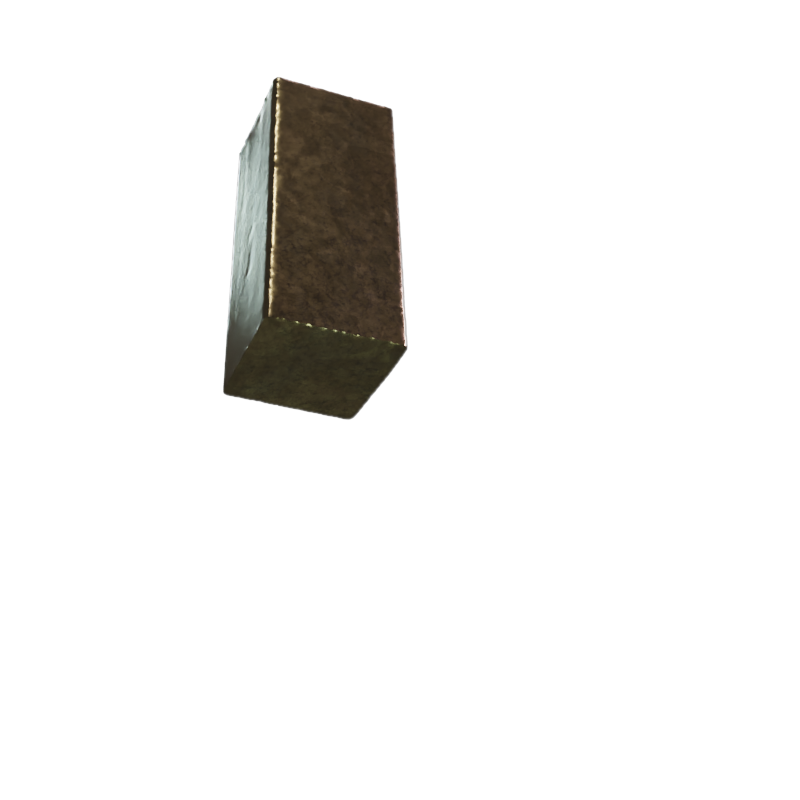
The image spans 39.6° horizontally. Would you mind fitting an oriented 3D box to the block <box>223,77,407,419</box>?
[{"bbox_3d":[-0.057,-0.104,0.734,0.088,0.221,0.087,12,-40,-19],"label":"block"}]
